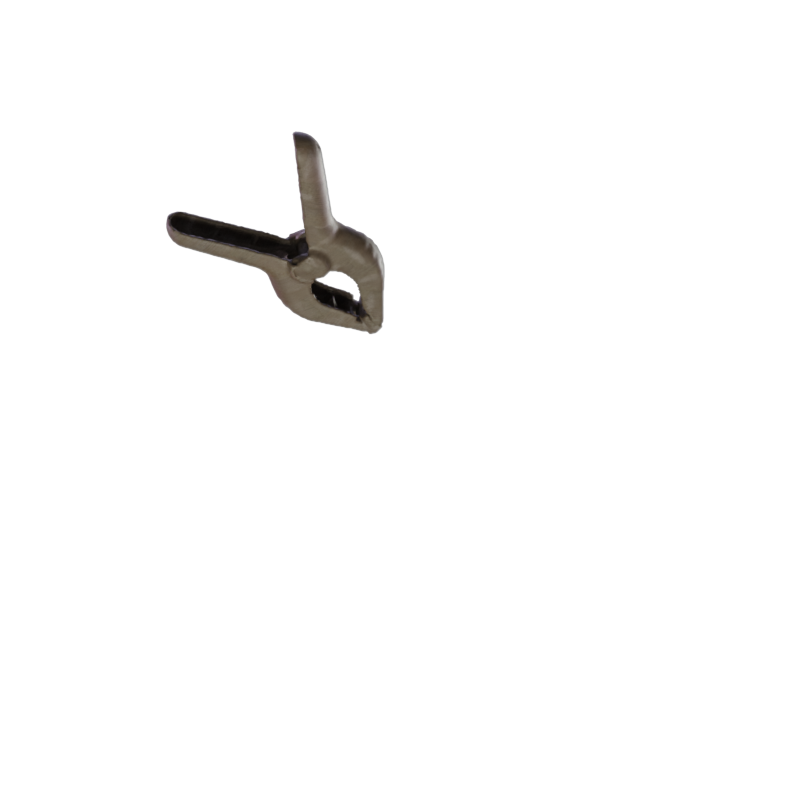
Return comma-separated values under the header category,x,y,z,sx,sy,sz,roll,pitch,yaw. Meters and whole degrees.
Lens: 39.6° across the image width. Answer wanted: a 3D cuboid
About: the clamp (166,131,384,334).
category,x,y,z,sx,sy,sz,roll,pitch,yaw
clamp,-0.059,-0.107,0.752,0.119,0.042,0.161,-32,-49,33
